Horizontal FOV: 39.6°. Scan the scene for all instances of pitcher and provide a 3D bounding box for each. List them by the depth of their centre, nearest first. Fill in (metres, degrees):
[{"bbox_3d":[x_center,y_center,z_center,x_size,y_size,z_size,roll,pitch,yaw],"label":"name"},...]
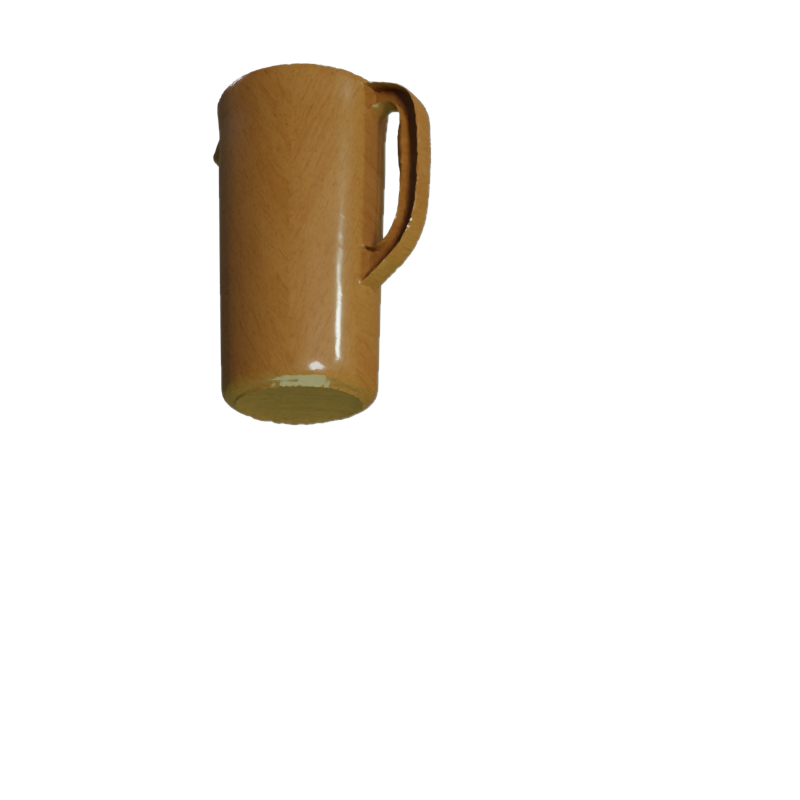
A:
[{"bbox_3d":[-0.063,-0.114,0.801,0.142,0.256,0.144,4,-24,-13],"label":"pitcher"}]
